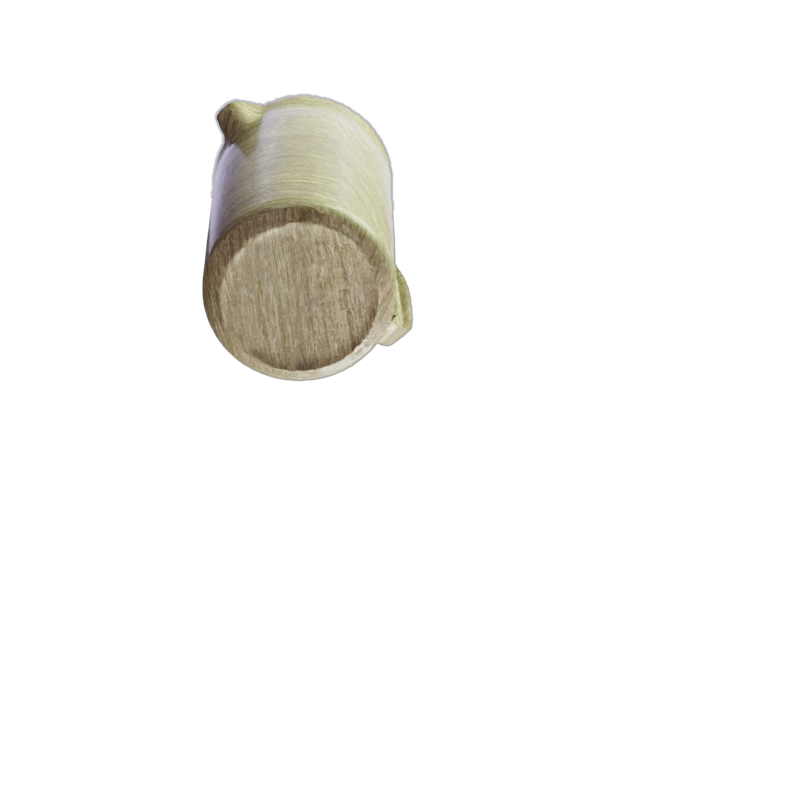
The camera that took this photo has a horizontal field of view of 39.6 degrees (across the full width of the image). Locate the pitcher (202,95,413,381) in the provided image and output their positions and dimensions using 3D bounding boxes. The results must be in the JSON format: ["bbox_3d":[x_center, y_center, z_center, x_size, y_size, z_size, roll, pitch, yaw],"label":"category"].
[{"bbox_3d":[-0.056,-0.103,0.719,0.148,0.138,0.256,3,24,-5],"label":"pitcher"}]
